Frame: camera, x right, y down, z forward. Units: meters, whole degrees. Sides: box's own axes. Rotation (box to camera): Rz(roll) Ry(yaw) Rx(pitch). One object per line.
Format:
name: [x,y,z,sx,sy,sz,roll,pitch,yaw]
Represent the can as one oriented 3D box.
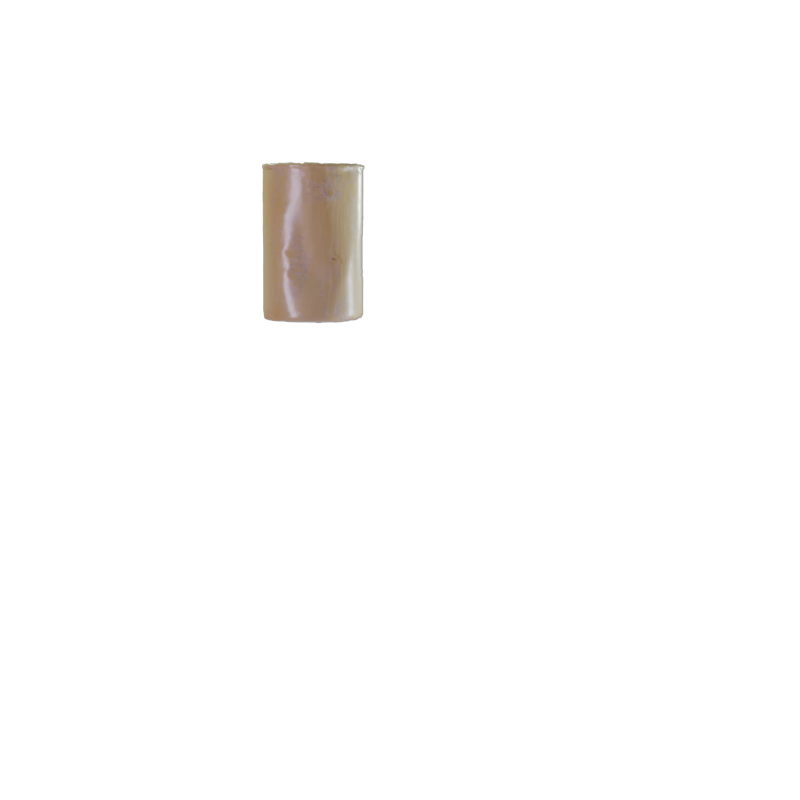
can: [-0.057,-0.105,0.733,0.068,0.102,0.069,0,4,-2]
